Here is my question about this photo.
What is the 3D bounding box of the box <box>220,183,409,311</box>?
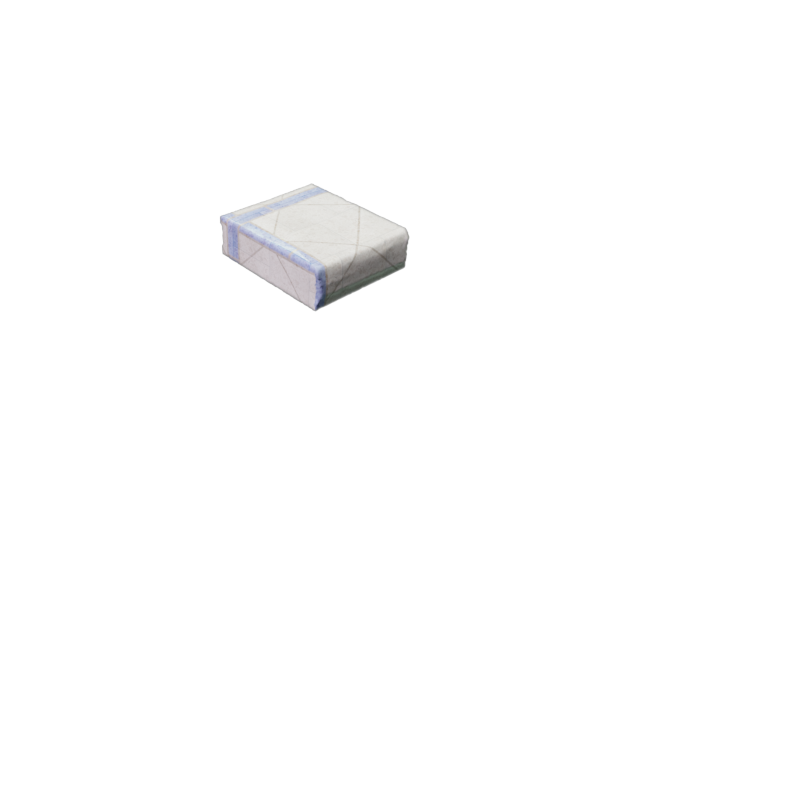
[{"bbox_3d":[-0.051,-0.094,0.656,0.073,0.028,0.095,-26,42,-35],"label":"box"}]
